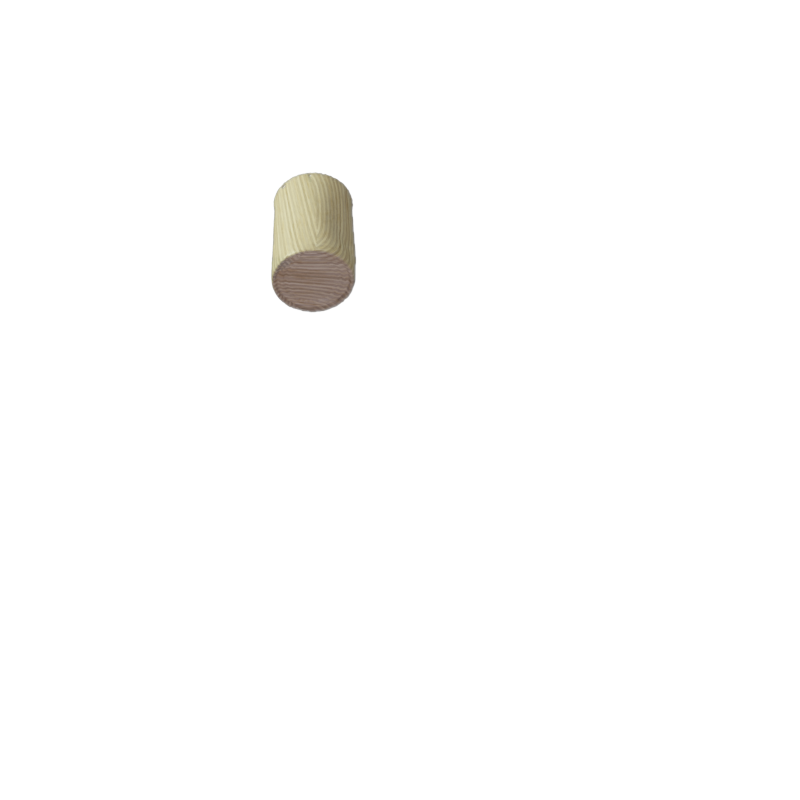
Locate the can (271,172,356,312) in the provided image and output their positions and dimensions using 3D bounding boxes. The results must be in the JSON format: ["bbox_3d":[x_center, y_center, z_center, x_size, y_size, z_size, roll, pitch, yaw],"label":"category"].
[{"bbox_3d":[-0.071,-0.130,0.911,0.068,0.064,0.110,-1,43,-3],"label":"can"}]
